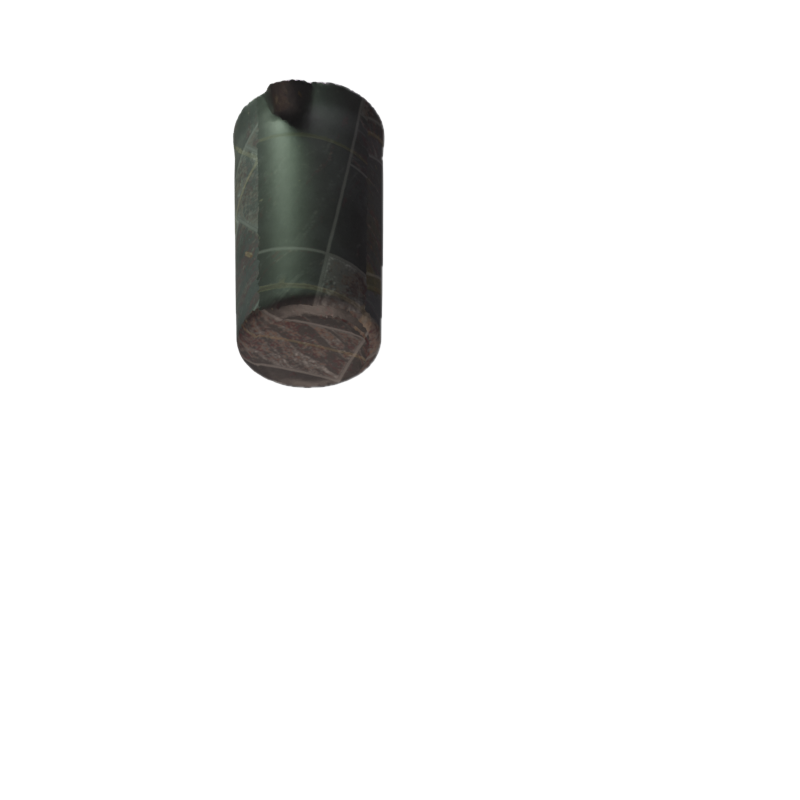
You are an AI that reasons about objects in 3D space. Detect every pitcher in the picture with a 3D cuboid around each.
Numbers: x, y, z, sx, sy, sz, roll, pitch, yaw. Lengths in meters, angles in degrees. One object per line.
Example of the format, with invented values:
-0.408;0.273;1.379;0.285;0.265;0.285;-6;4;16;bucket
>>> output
-0.071;-0.129;0.905;0.142;0.261;0.141;20;-44;-26;pitcher
